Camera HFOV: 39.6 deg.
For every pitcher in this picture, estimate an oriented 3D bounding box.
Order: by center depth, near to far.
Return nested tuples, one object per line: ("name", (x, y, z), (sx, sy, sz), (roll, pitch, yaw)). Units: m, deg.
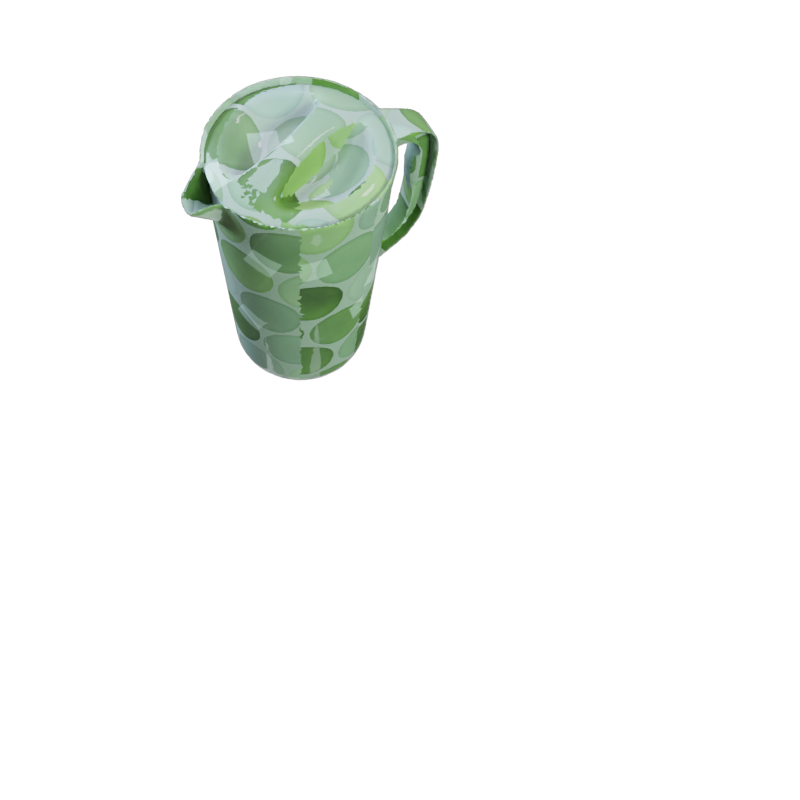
("pitcher", (-0.065, -0.119, 0.833), (0.152, 0.152, 0.228), (17, -29, 6))
